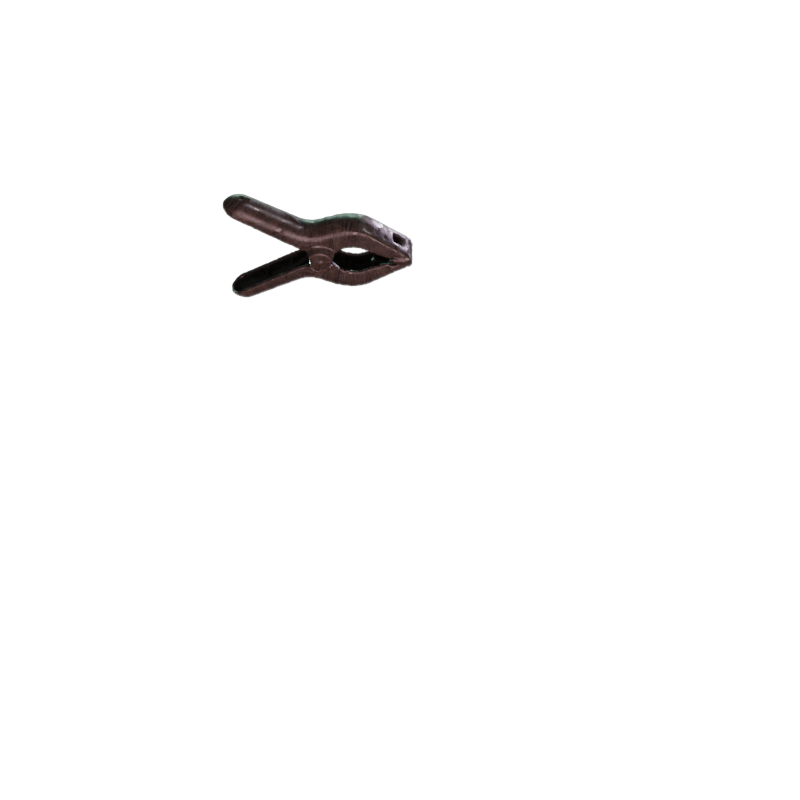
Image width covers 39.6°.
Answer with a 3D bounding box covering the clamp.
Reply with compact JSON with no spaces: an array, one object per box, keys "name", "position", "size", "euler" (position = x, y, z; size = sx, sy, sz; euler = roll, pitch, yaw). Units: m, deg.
[{"name":"clamp","position":[-0.077,-0.140,0.982],"size":[0.173,0.042,0.111],"euler":[-5,-34,7]}]
